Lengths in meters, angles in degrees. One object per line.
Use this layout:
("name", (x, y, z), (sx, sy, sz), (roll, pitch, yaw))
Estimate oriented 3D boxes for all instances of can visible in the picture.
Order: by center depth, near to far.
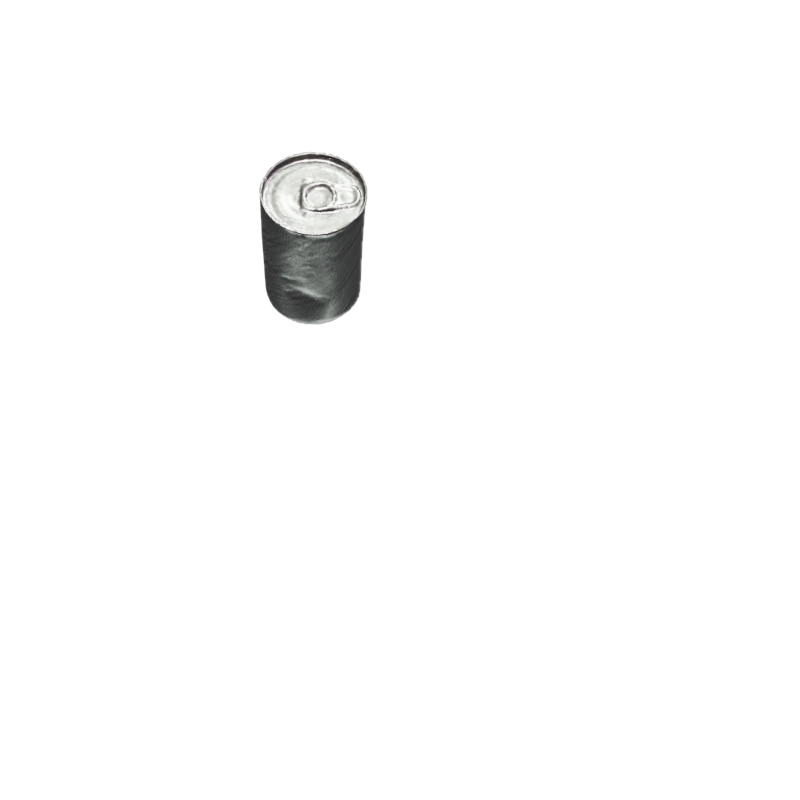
("can", (-0.057, -0.105, 0.733), (0.068, 0.073, 0.096), (0, -34, -3))
